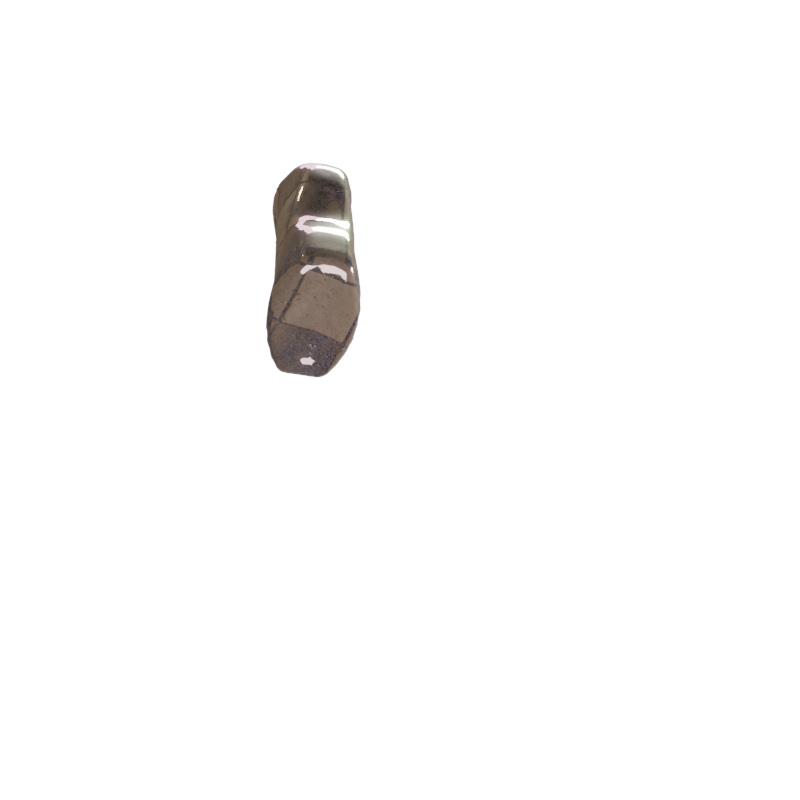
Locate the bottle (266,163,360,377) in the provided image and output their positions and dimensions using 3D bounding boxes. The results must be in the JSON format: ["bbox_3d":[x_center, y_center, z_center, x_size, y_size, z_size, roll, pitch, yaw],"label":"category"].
[{"bbox_3d":[-0.061,-0.111,0.778,0.058,0.091,0.205,7,37,-9],"label":"bottle"}]
